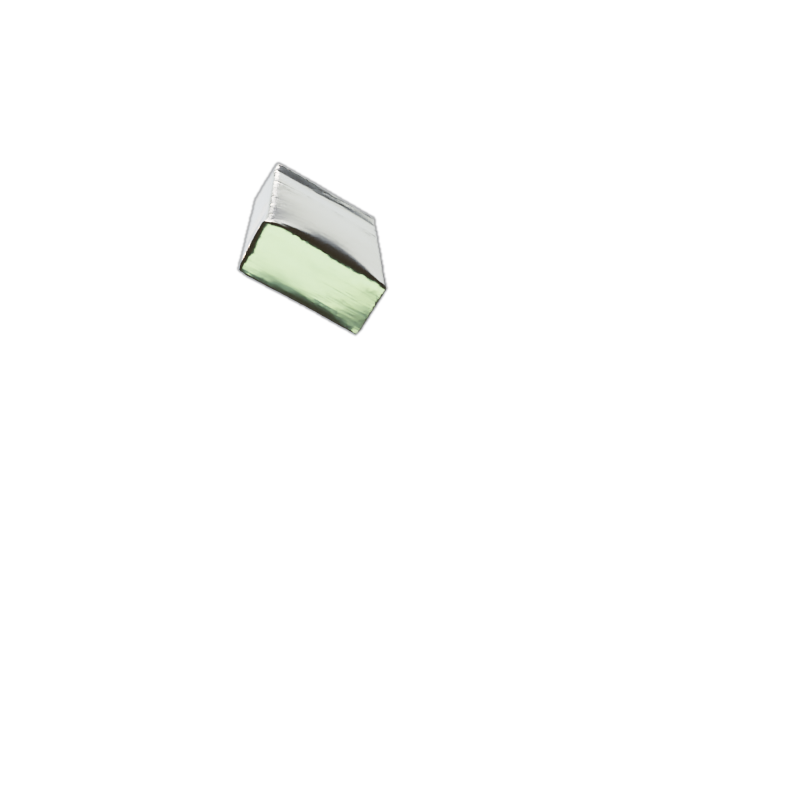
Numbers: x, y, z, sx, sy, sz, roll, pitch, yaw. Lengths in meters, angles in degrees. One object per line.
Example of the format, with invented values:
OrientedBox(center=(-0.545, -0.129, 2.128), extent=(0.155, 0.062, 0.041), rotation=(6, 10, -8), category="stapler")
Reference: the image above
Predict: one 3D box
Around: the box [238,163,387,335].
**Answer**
OrientedBox(center=(-0.062, -0.113, 0.797), extent=(0.091, 0.047, 0.184), rotation=(28, 16, -13), category="box")
